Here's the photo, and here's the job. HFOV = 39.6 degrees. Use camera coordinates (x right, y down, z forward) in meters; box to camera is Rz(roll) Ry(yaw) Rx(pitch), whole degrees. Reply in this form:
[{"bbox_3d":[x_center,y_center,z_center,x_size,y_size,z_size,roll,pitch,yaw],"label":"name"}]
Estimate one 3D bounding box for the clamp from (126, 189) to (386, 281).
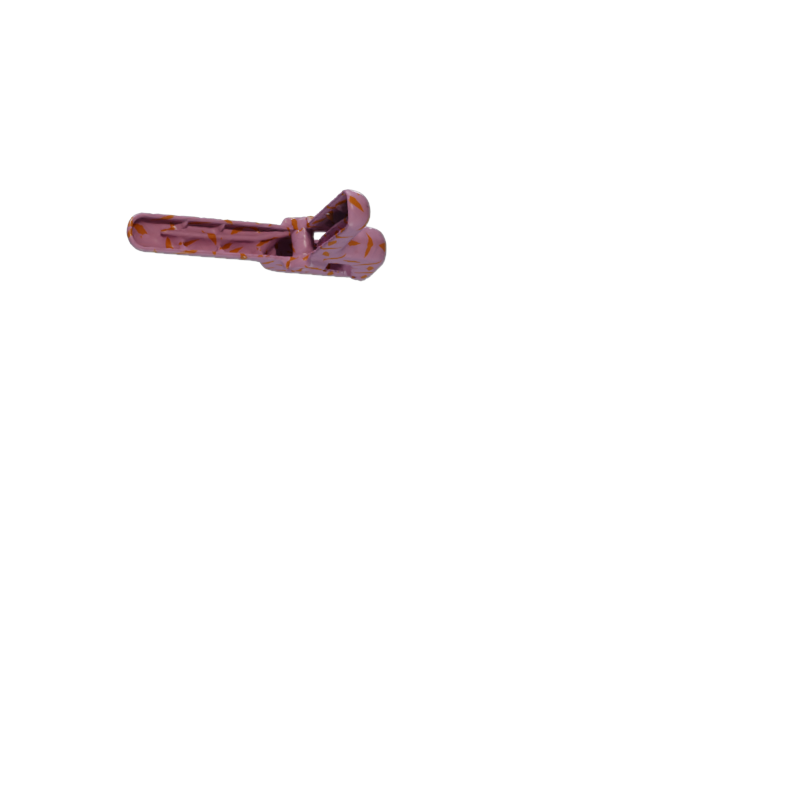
[{"bbox_3d":[-0.059,-0.108,0.756,0.169,0.037,0.201,-1,-2,29],"label":"clamp"}]
